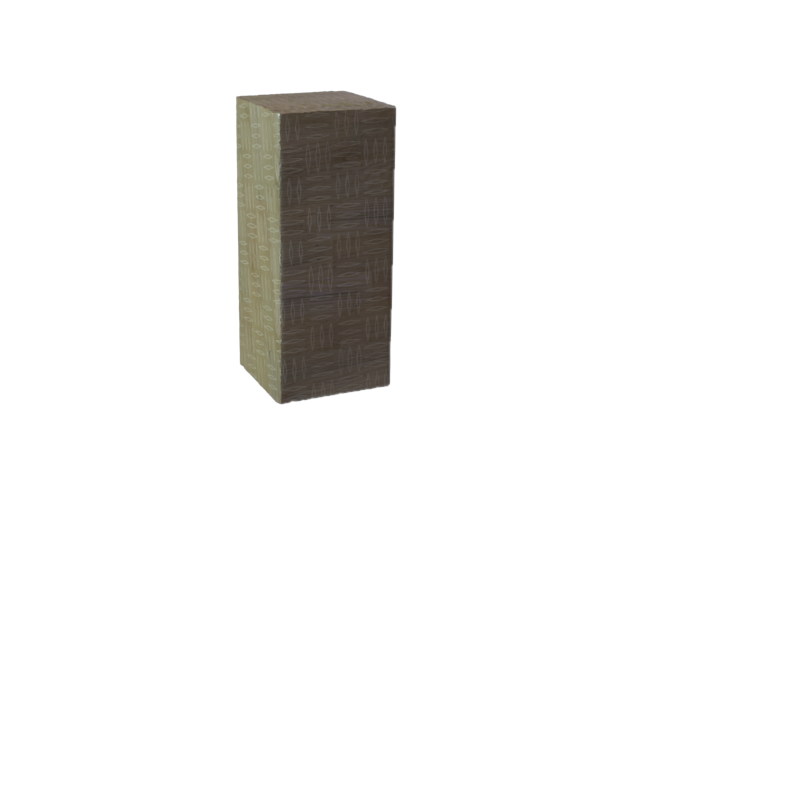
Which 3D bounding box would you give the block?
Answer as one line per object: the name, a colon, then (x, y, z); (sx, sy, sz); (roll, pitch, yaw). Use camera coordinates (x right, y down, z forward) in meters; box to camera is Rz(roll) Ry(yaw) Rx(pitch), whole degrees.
block: (-0.063, -0.115, 0.807); (0.089, 0.198, 0.096); (-7, 19, -25)
